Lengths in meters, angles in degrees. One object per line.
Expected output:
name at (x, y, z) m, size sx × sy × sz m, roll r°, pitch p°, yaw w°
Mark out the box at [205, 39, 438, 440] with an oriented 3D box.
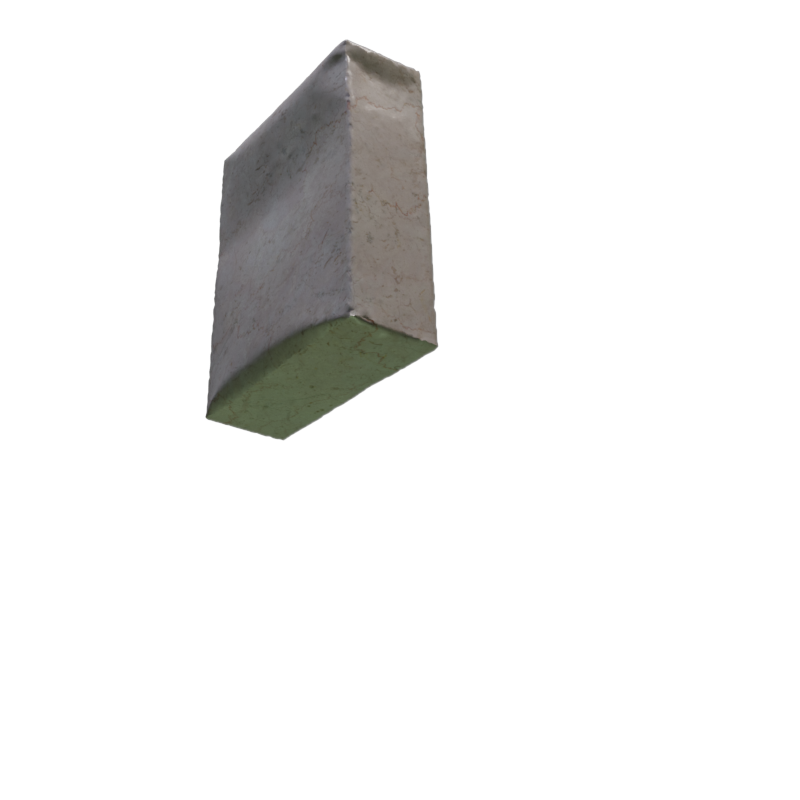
box at (-0.057, -0.104, 0.730) m, size 0.068 × 0.228 × 0.162 m, roll 20°, pitch -36°, yaw -33°
